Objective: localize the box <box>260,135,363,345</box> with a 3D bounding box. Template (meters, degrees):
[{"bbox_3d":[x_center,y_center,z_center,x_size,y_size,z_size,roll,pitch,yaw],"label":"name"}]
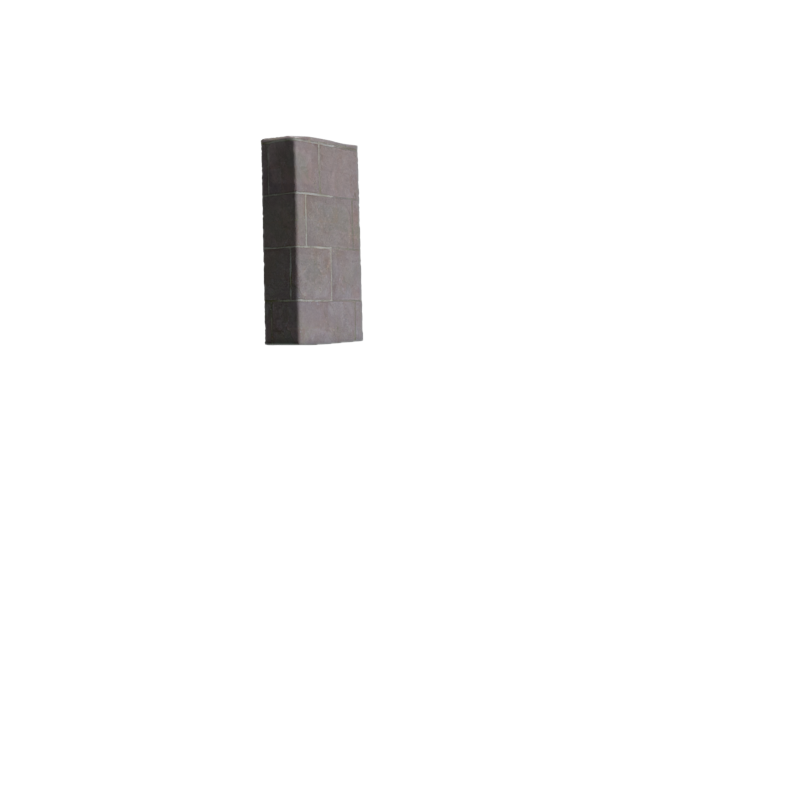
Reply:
[{"bbox_3d":[-0.075,-0.137,0.962,0.050,0.177,0.090,-1,0,36],"label":"box"}]
